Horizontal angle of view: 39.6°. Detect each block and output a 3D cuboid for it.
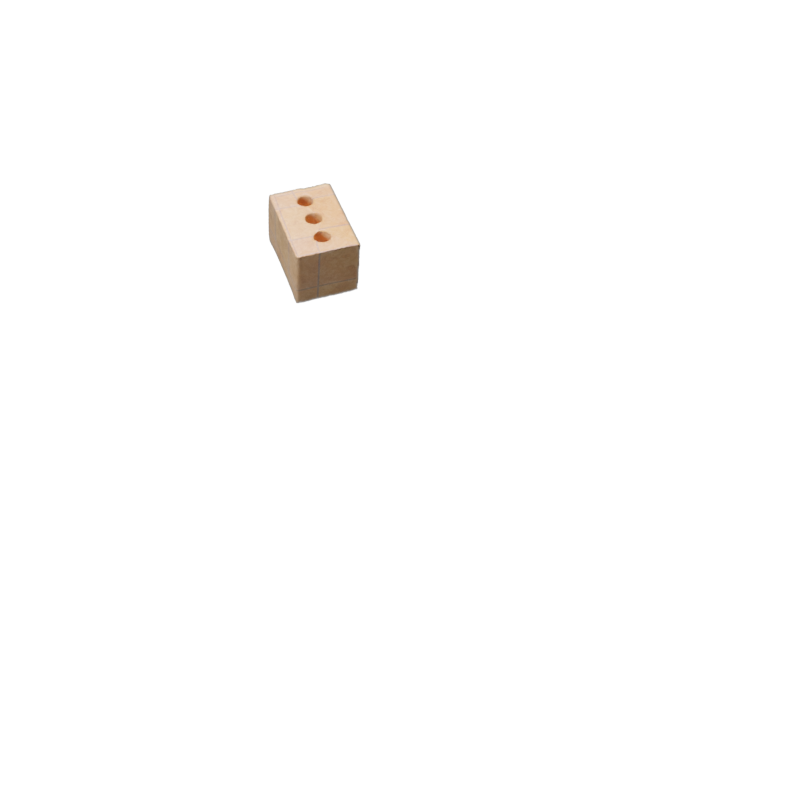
[{"bbox_3d":[-0.068,-0.124,0.869,0.052,0.084,0.048,-14,-41,-14],"label":"block"}]
